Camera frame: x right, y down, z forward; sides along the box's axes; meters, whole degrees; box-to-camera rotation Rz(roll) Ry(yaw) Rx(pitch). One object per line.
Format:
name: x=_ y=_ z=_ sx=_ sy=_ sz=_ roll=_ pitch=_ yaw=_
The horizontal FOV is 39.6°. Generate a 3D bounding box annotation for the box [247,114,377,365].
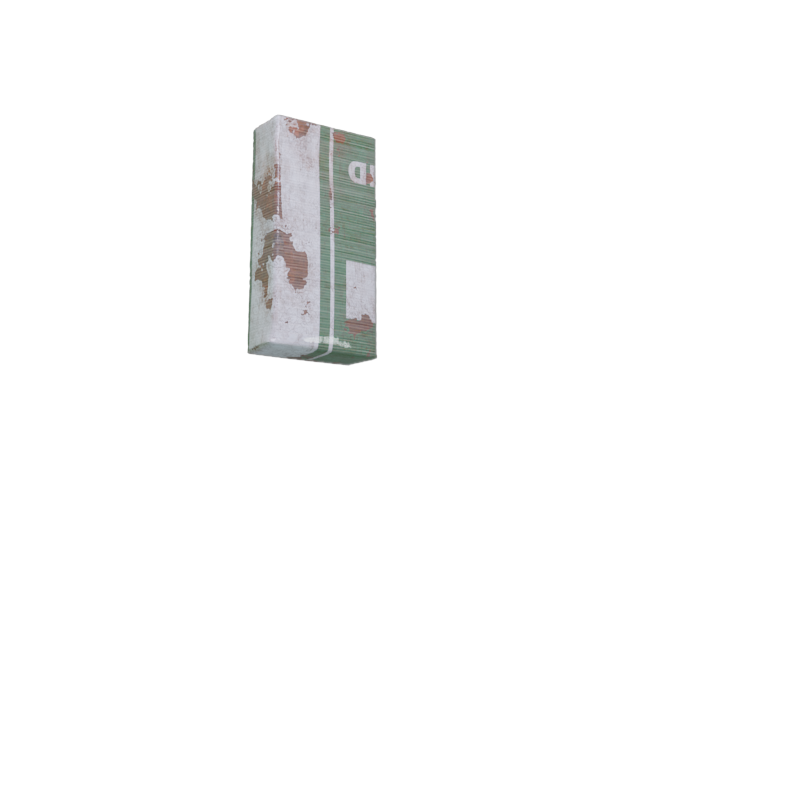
box: x=-0.066 y=-0.120 z=0.839 sx=0.089 sy=0.184 sz=0.048 roll=9 pitch=-20 yaw=-32
